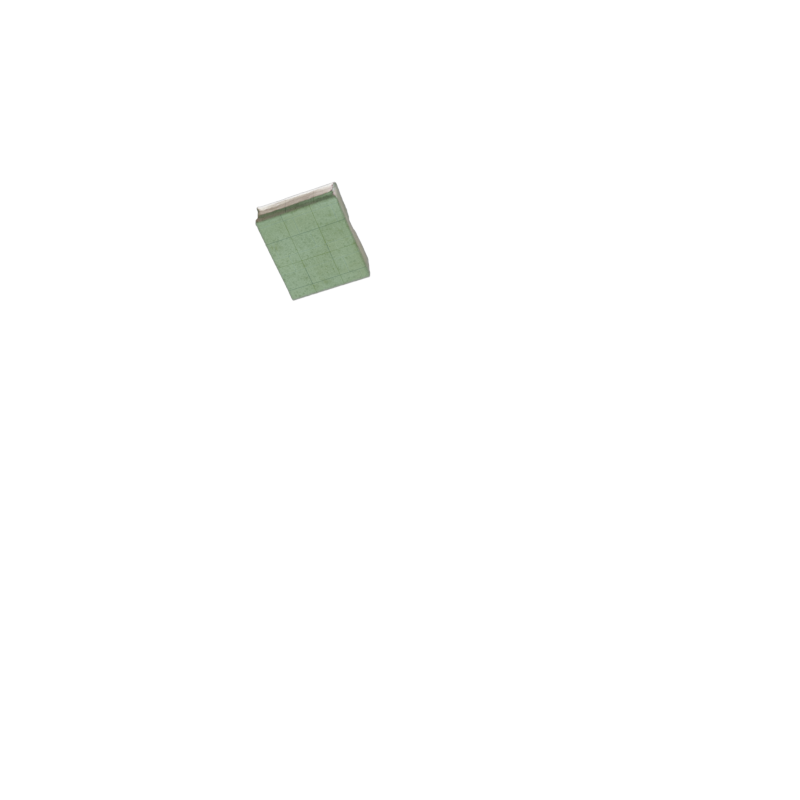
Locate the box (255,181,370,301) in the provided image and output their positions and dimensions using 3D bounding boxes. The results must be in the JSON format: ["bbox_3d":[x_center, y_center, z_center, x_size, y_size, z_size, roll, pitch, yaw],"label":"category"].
[{"bbox_3d":[-0.075,-0.136,0.952,0.073,0.083,0.032,-17,33,11],"label":"box"}]
